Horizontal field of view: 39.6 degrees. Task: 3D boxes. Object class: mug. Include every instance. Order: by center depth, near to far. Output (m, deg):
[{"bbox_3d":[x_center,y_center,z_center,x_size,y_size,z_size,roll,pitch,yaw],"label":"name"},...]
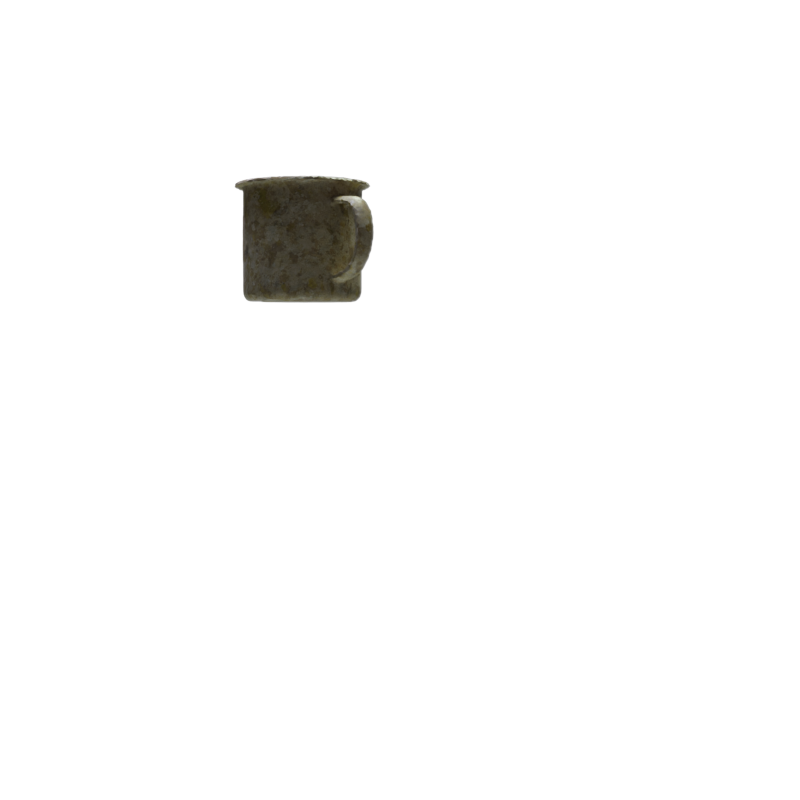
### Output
[{"bbox_3d":[-0.059,-0.107,0.753,0.089,0.082,0.121,0,1,-42],"label":"mug"}]
